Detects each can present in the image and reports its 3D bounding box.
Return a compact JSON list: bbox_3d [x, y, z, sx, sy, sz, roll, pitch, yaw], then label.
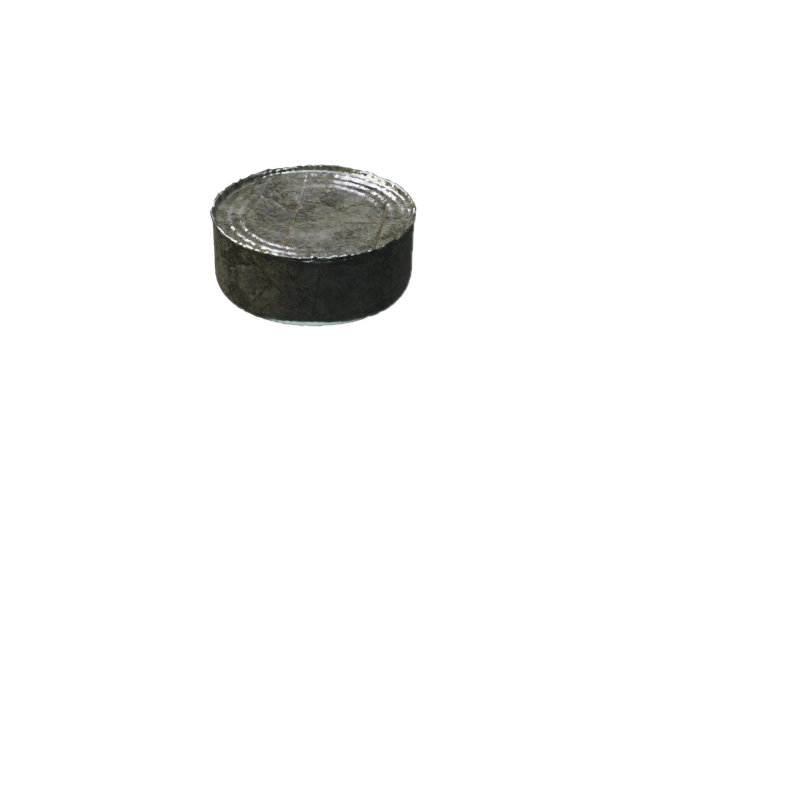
[{"bbox_3d":[-0.037,-0.067,0.470,0.086,0.031,0.092,-1,34,-2],"label":"can"}]
